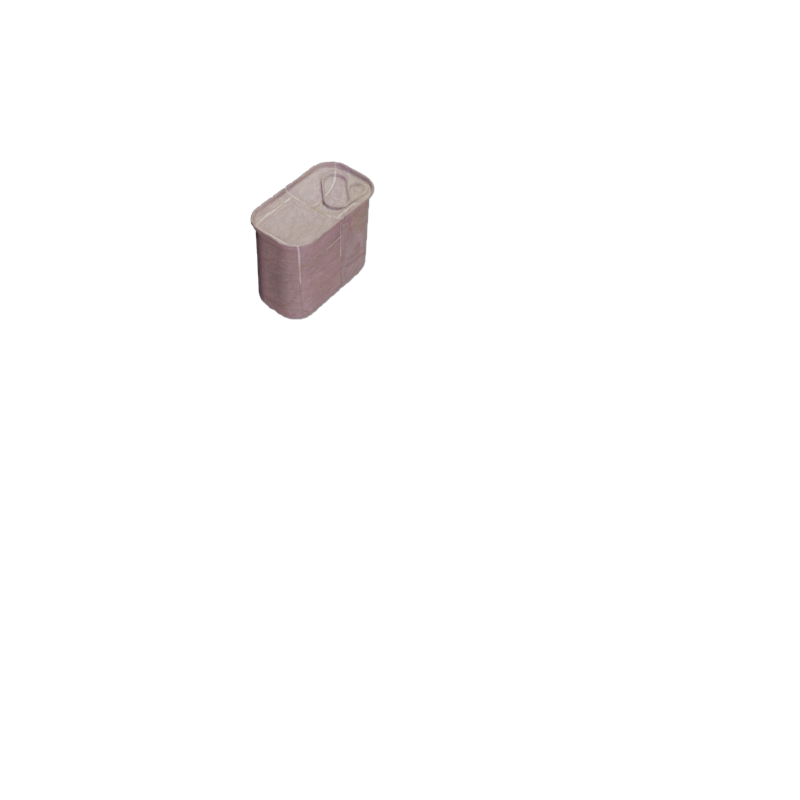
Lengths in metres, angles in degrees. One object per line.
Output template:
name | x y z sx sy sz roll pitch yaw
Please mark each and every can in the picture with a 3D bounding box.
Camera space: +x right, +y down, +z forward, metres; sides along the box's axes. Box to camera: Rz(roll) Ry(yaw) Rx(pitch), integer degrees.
can | -0.068 -0.124 0.870 0.061 0.078 0.103 31 54 23
